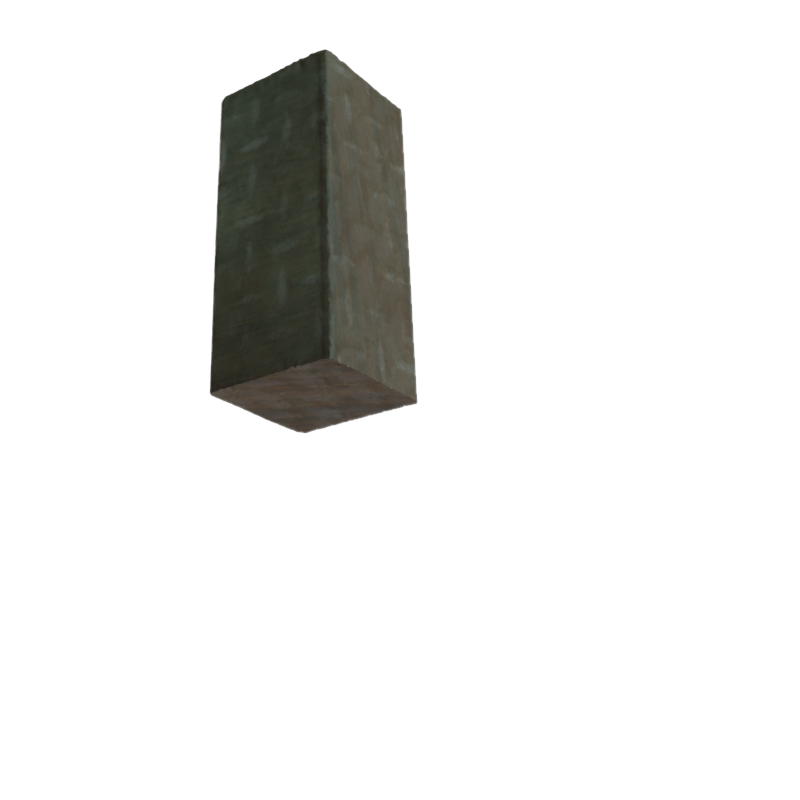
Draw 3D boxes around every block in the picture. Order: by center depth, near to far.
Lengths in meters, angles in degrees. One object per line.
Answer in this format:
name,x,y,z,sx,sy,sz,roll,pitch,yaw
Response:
block,-0.054,-0.098,0.686,0.092,0.219,0.084,-19,-31,31
